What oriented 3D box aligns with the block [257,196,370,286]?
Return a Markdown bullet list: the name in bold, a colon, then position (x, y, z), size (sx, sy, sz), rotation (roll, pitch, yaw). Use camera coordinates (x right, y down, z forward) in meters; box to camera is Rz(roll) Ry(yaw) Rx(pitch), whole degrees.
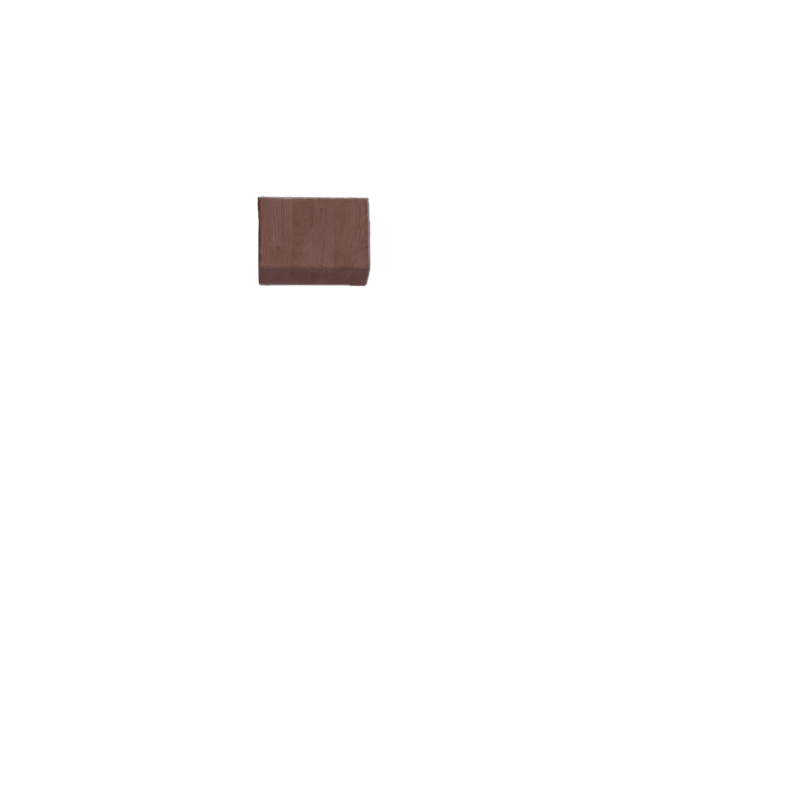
- **block**: position (-0.060, -0.109, 0.766), size (0.078, 0.053, 0.051), rotation (0, -12, -4)
